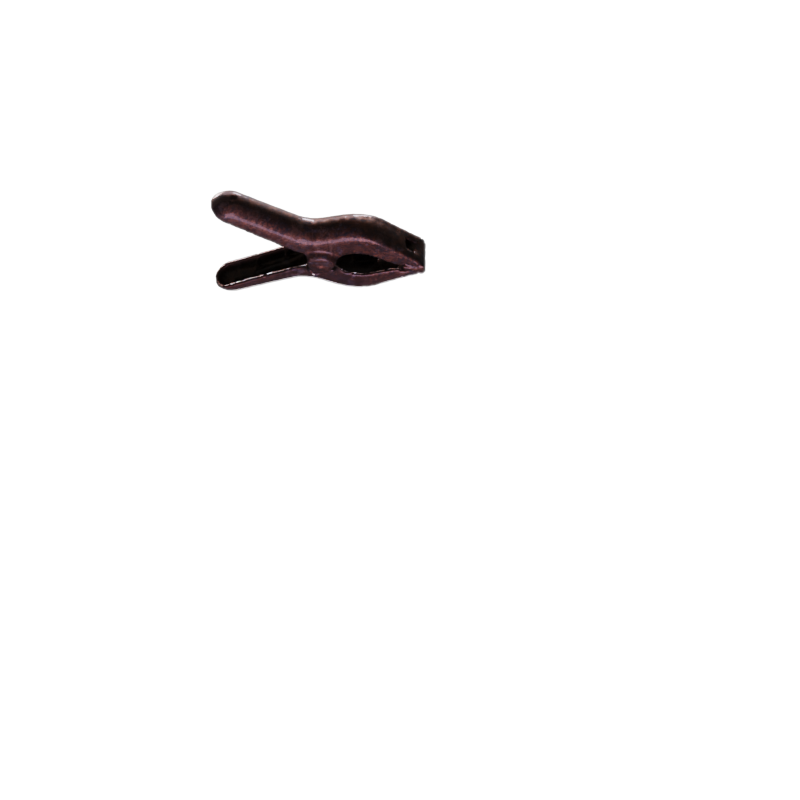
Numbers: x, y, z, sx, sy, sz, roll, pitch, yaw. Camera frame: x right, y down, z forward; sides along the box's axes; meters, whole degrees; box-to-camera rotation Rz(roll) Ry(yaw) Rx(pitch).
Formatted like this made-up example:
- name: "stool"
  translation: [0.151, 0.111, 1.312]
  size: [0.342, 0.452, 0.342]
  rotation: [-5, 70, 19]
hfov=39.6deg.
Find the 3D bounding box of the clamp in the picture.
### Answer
- name: "clamp"
  translation: [-0.067, -0.122, 0.852]
  size: [0.172, 0.041, 0.113]
  rotation: [-2, -21, 5]
